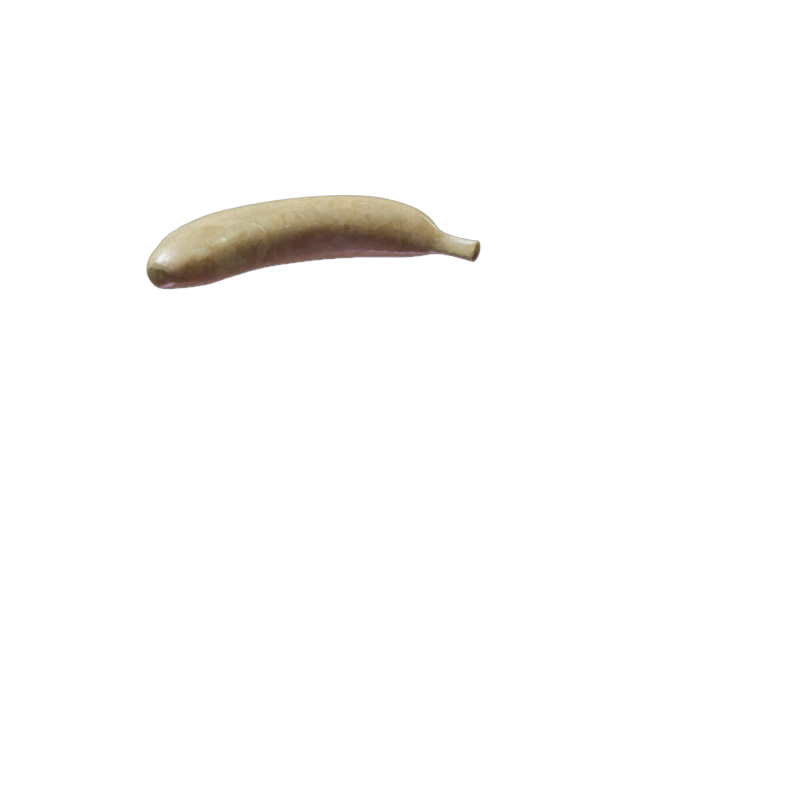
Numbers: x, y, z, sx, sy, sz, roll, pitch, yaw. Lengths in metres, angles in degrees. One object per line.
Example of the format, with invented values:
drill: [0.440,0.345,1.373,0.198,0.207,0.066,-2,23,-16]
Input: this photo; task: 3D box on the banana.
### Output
banana: [-0.053,-0.087,0.588,0.193,0.036,0.074,-11,19,-32]
